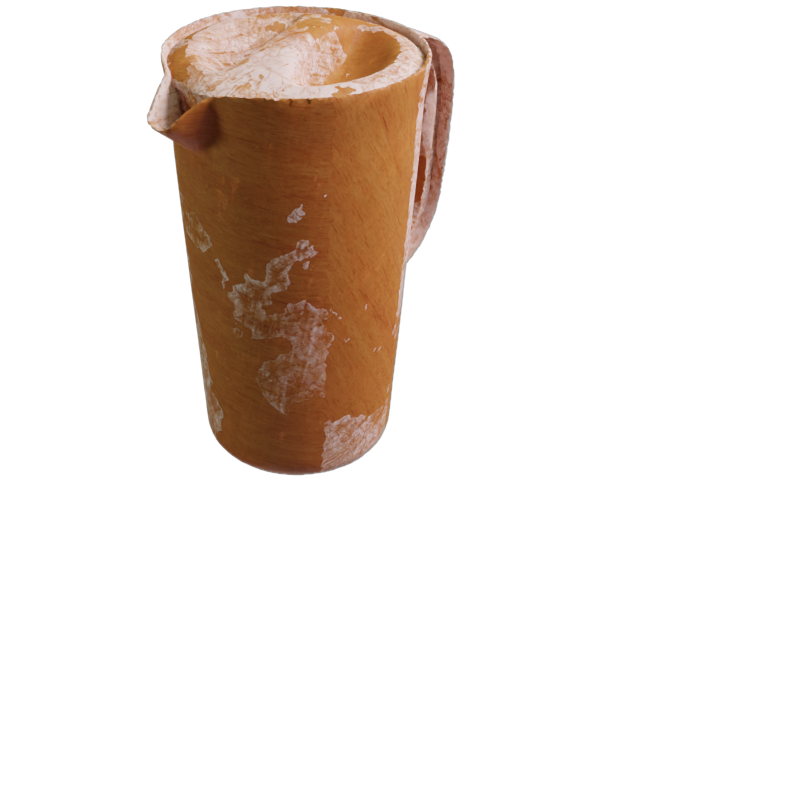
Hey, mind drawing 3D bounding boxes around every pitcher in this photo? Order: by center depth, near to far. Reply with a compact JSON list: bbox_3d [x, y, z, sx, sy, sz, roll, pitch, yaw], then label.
[{"bbox_3d":[-0.048,-0.087,0.608,0.150,0.228,0.154,3,34,1],"label":"pitcher"}]
